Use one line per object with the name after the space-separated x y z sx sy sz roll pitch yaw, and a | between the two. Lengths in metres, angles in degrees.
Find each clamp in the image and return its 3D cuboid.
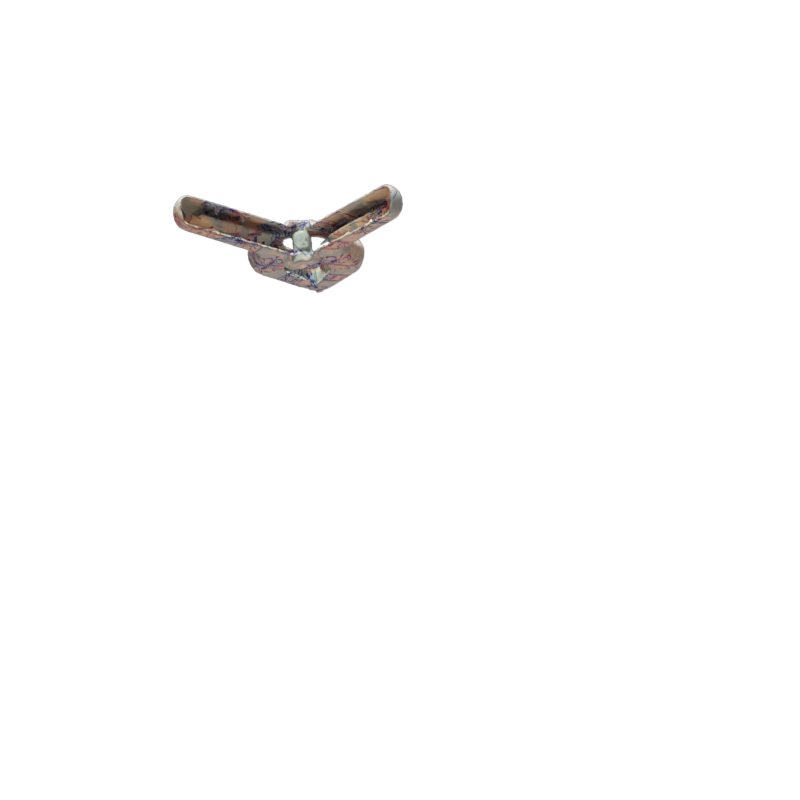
-0.068 -0.124 0.871 0.167 0.038 0.200 -2 -10 11 | clamp
